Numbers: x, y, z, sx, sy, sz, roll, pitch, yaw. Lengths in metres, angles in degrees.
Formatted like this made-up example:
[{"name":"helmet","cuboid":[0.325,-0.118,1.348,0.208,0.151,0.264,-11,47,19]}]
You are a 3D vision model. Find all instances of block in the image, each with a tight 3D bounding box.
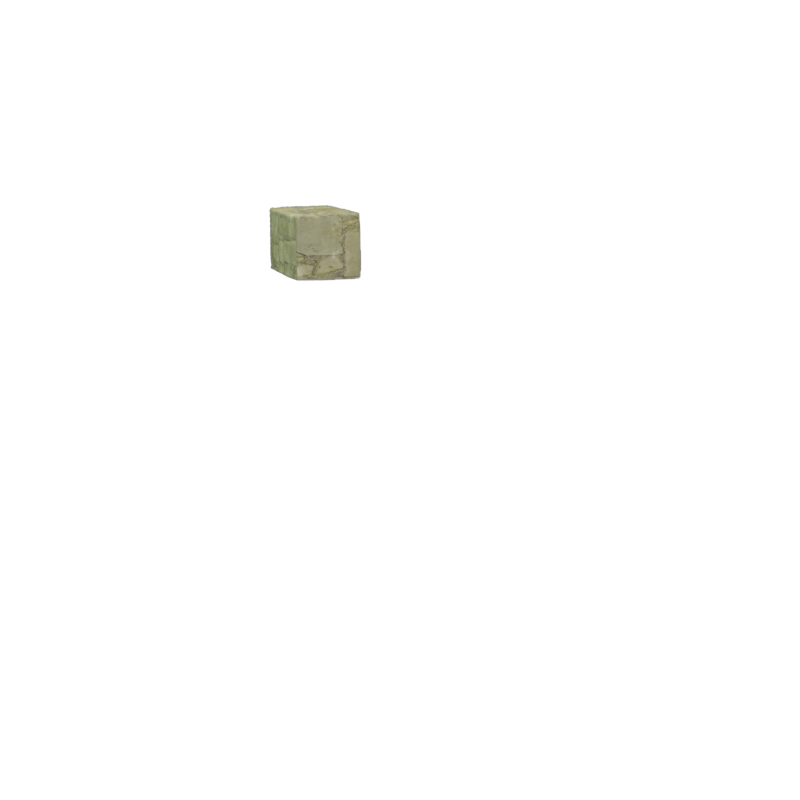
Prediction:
[{"name":"block","cuboid":[-0.069,-0.125,0.878,0.051,0.050,0.082,-4,13,-21]}]
